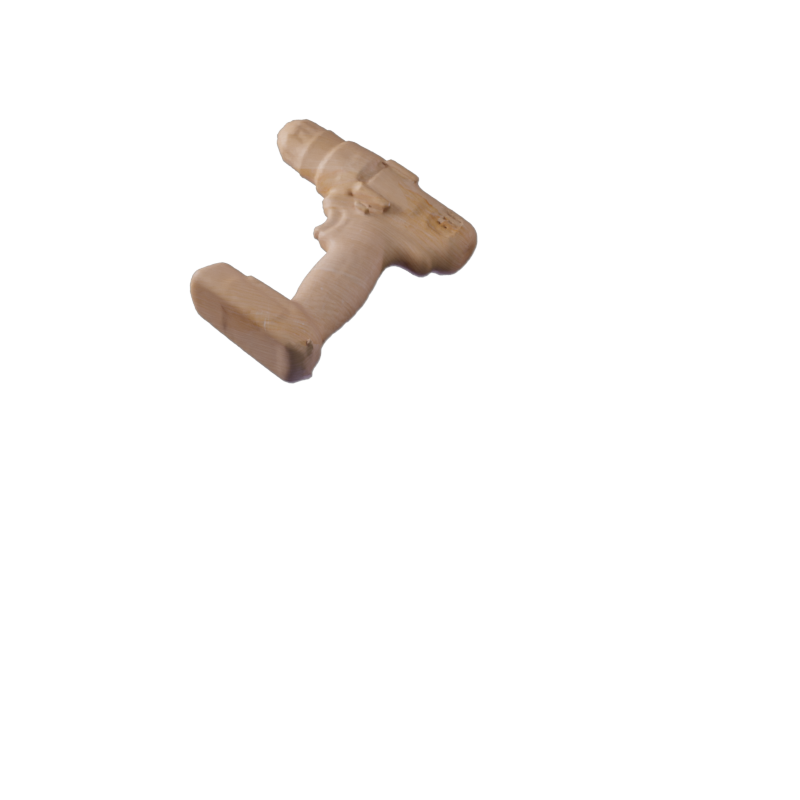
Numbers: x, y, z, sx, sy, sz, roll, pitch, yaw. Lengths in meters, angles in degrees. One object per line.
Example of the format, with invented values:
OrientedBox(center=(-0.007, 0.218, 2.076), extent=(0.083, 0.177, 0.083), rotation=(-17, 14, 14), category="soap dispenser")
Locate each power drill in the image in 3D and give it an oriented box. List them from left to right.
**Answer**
OrientedBox(center=(-0.064, -0.117, 0.817), extent=(0.194, 0.191, 0.054), rotation=(35, -28, 21), category="power drill")
